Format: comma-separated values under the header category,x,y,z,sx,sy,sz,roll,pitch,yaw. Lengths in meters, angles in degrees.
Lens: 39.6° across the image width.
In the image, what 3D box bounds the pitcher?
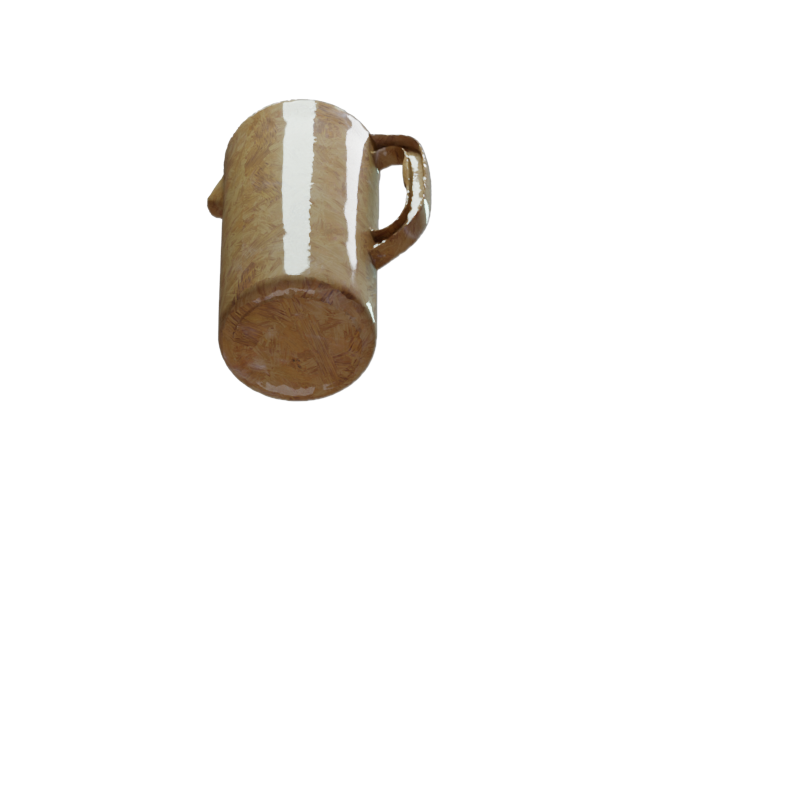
category,x,y,z,sx,sy,sz,roll,pitch,yaw
pitcher,-0.065,-0.119,0.836,0.140,0.144,0.260,21,35,-19
